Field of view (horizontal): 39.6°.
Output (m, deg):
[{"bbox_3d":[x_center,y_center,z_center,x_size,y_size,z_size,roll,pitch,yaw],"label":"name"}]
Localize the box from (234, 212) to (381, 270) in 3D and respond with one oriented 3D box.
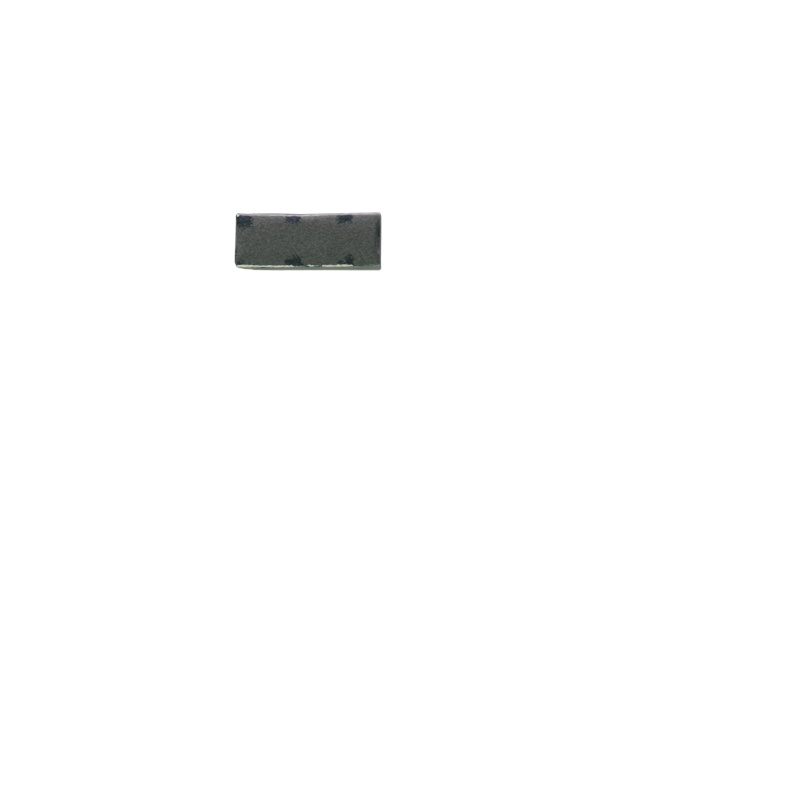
[{"bbox_3d":[-0.046,-0.084,0.591,0.073,0.030,0.089,0,5,1],"label":"box"}]
